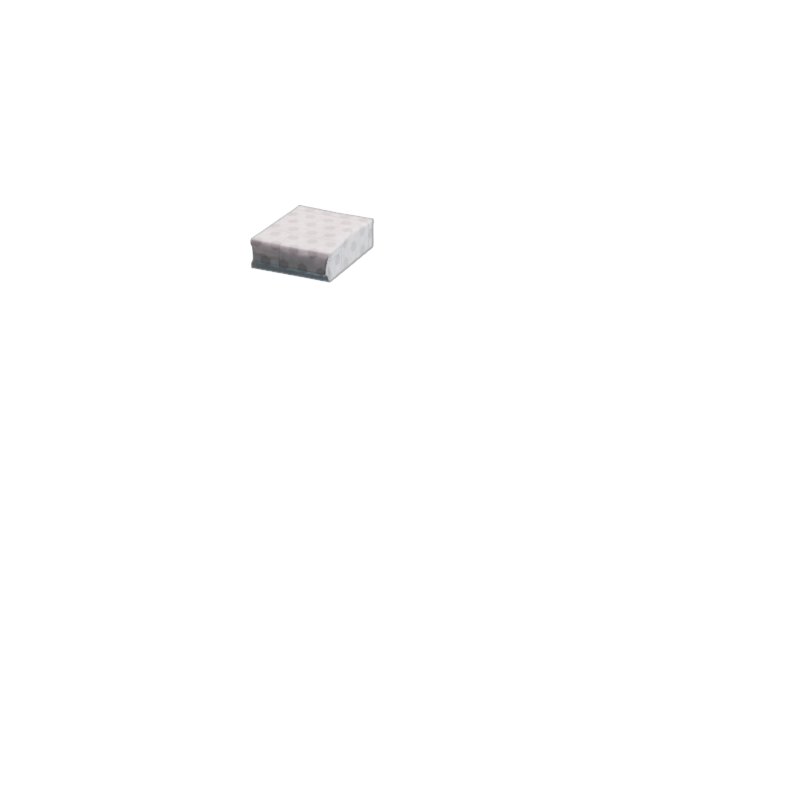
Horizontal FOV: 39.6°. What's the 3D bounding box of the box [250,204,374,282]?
[{"bbox_3d":[-0.072,-0.132,0.924,0.076,0.029,0.091,12,31,22],"label":"box"}]
